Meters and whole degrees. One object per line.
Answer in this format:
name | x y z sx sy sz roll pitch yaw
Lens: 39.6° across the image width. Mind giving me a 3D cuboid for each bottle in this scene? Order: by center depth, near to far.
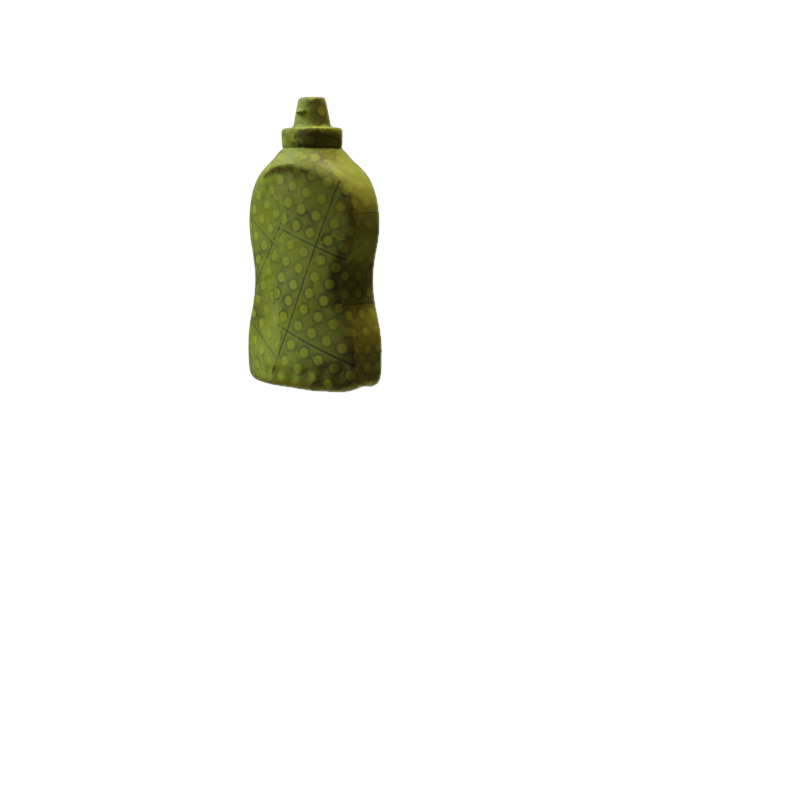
bottle | -0.058 -0.106 0.741 0.100 0.190 0.056 4 5 40
